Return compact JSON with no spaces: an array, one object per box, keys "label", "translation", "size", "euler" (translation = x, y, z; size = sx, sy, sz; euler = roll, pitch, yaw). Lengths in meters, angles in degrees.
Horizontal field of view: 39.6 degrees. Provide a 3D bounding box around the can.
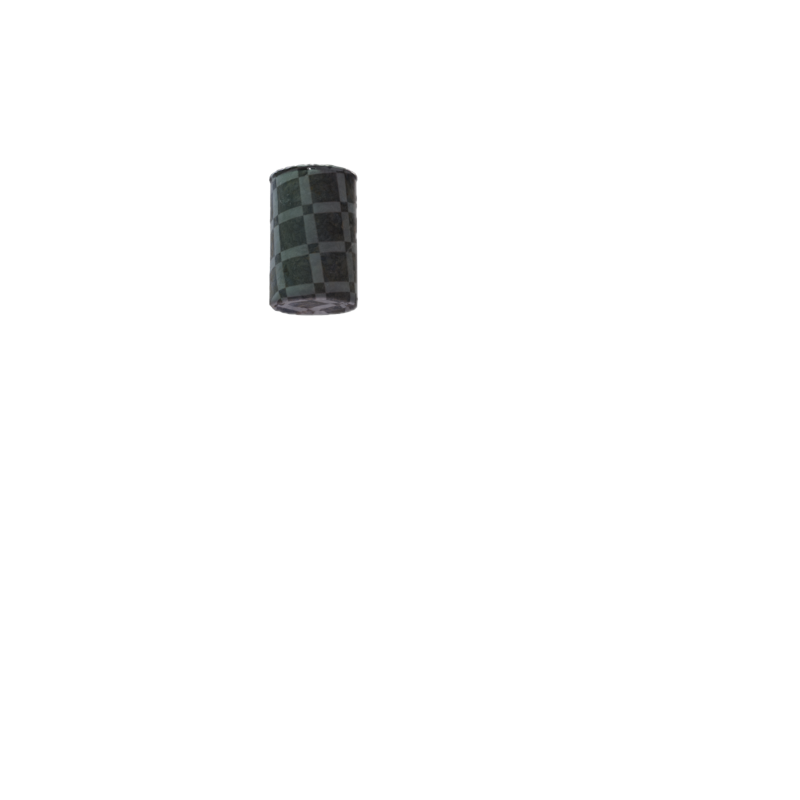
[{"label":"can","translation":[-0.066,-0.120,0.838],"size":[0.068,0.106,0.067],"euler":[0,-12,-2]}]
